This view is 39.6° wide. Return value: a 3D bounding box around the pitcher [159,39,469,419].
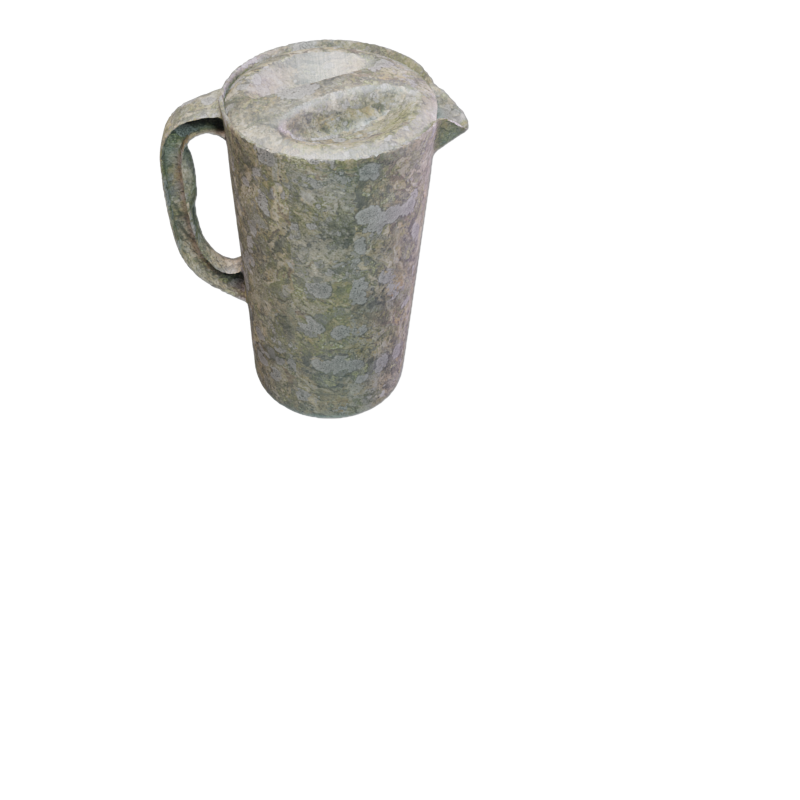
[{"bbox_3d":[-0.057,-0.105,0.733,0.159,0.226,0.146,34,51,28],"label":"pitcher"}]
